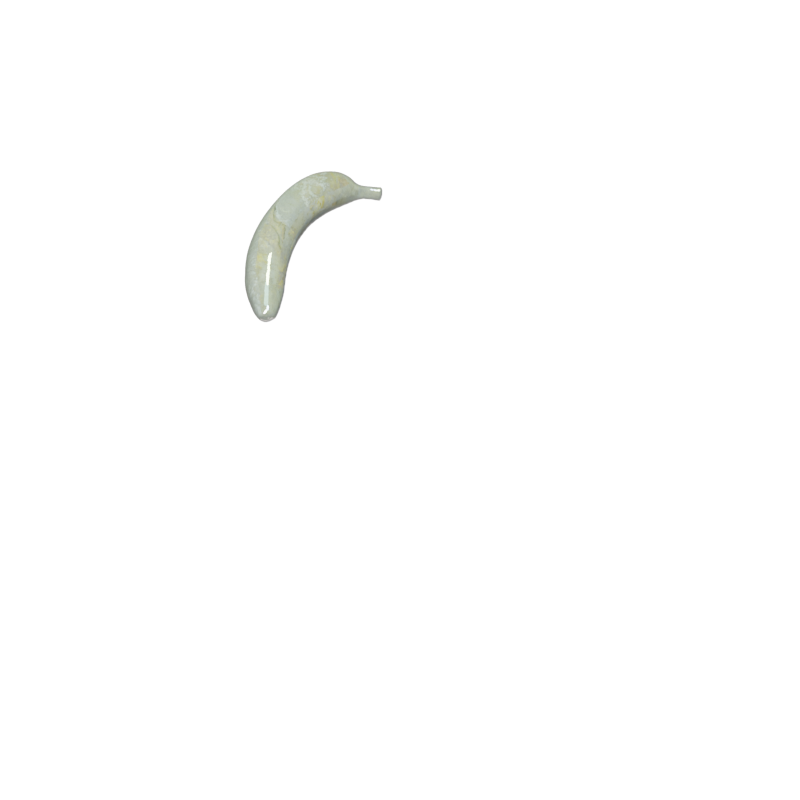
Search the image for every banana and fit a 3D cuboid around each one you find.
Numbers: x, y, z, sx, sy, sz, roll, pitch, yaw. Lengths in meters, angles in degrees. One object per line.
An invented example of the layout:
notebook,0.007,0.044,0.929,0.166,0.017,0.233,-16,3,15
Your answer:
banana,-0.090,-0.147,0.967,0.072,0.034,0.204,22,51,18
